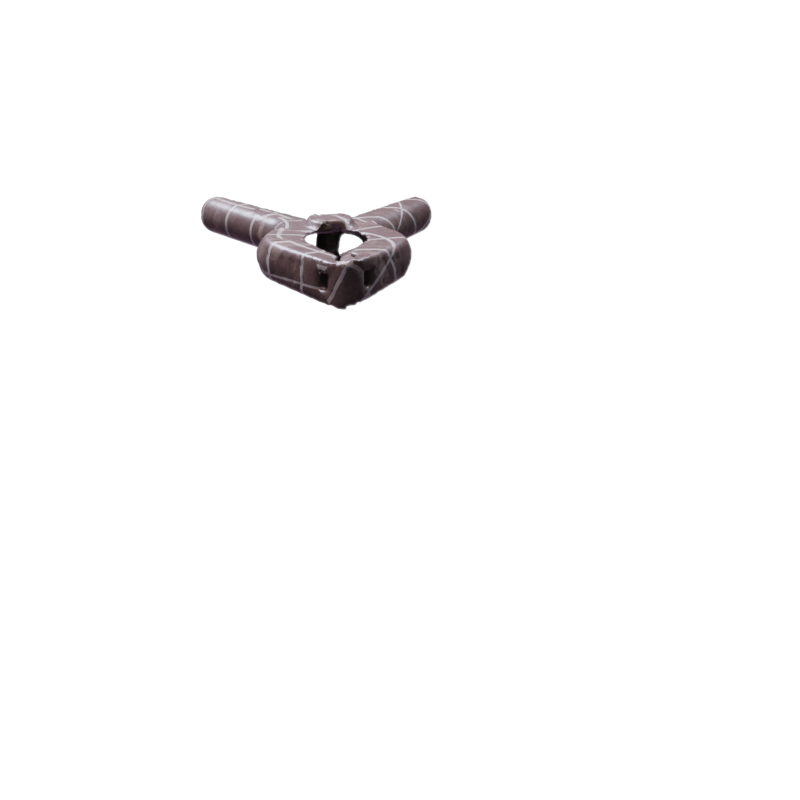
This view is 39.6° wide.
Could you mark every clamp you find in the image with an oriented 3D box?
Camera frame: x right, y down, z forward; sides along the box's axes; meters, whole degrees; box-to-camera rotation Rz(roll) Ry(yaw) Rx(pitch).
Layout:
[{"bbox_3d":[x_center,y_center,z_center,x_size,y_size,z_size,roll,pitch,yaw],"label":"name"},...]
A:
[{"bbox_3d":[-0.056,-0.102,0.715,0.165,0.035,0.218,0,21,-1],"label":"clamp"}]
